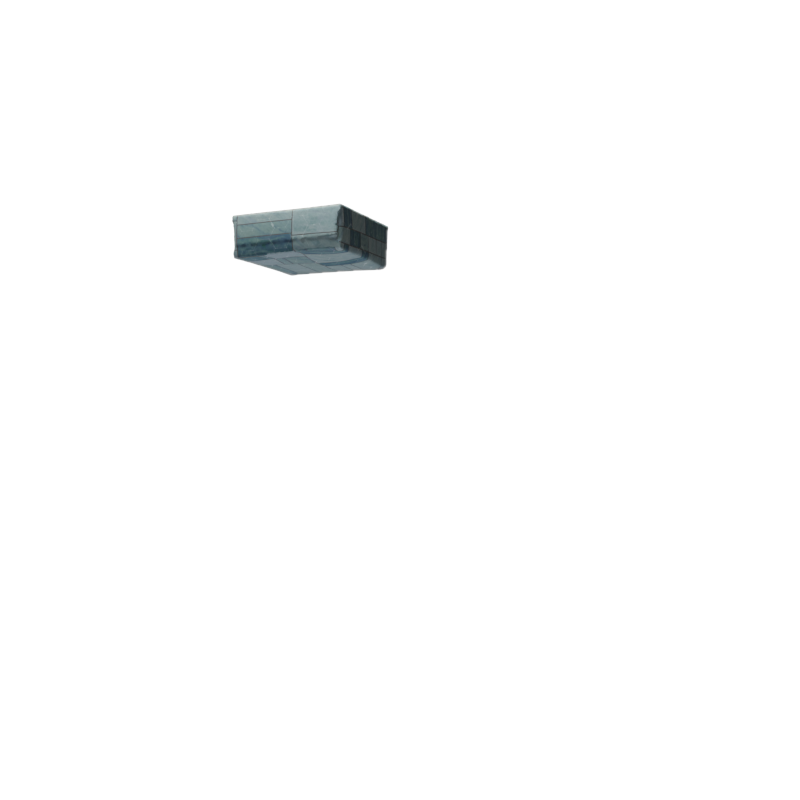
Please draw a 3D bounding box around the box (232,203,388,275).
[{"bbox_3d":[-0.068,-0.125,0.874,0.092,0.040,0.109,-2,-4,20],"label":"box"}]
